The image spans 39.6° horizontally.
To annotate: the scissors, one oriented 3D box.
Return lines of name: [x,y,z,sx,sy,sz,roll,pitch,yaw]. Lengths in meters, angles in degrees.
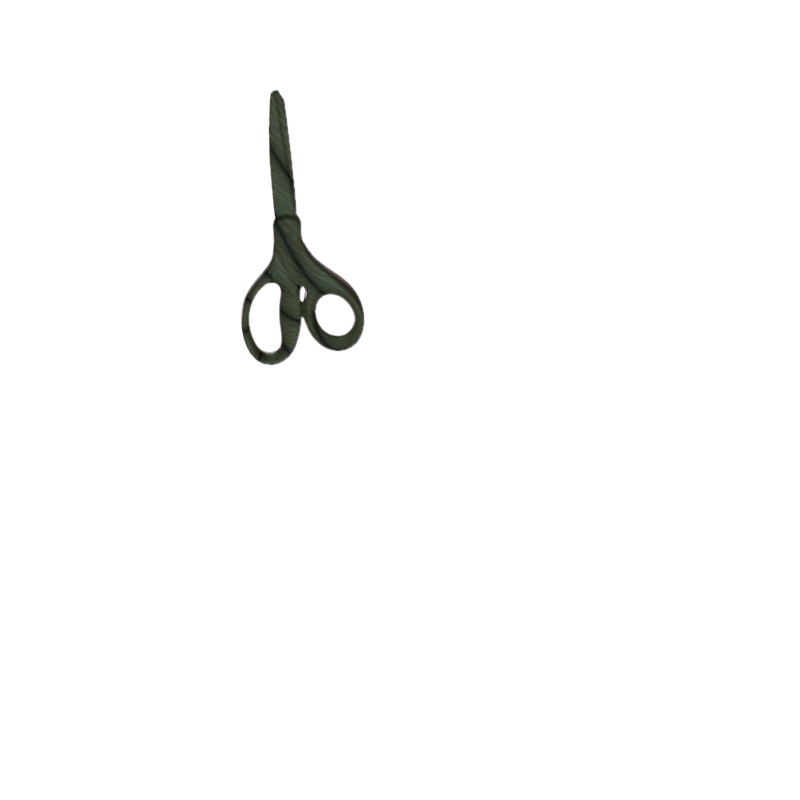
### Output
scissors: [-0.059,-0.108,0.758,0.095,0.192,0.017,12,27,-6]
